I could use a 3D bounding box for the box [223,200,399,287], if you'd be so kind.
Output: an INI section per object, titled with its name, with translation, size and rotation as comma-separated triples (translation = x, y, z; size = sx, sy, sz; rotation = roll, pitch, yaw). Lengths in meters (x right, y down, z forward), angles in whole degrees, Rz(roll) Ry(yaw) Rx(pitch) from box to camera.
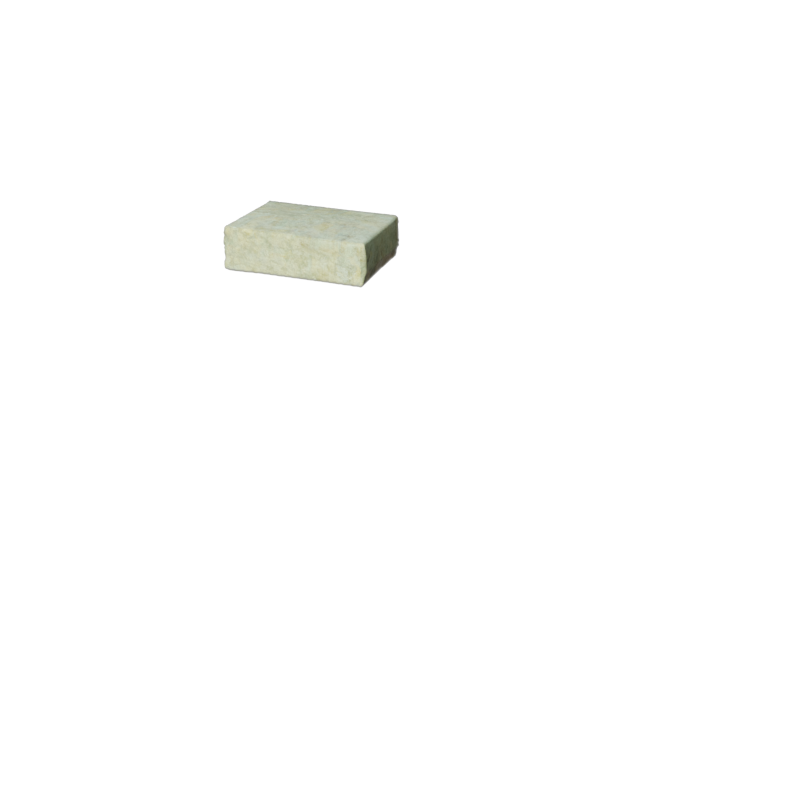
[box]
translation = -0.066, -0.121, 0.849
size = 0.117, 0.037, 0.091
rotation = 7, 22, 17
